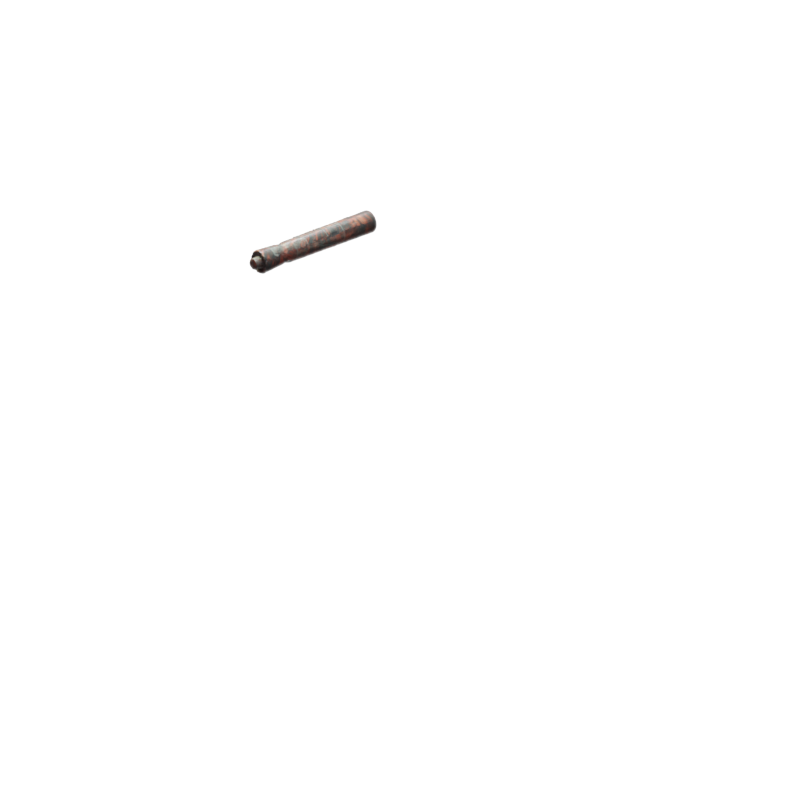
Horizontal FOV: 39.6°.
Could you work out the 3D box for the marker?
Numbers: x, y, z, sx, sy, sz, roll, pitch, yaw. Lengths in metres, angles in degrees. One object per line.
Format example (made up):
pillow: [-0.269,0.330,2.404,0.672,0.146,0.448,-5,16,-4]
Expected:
marker: [-0.069,-0.125,0.877,0.120,0.019,0.021,-27,20,-36]
